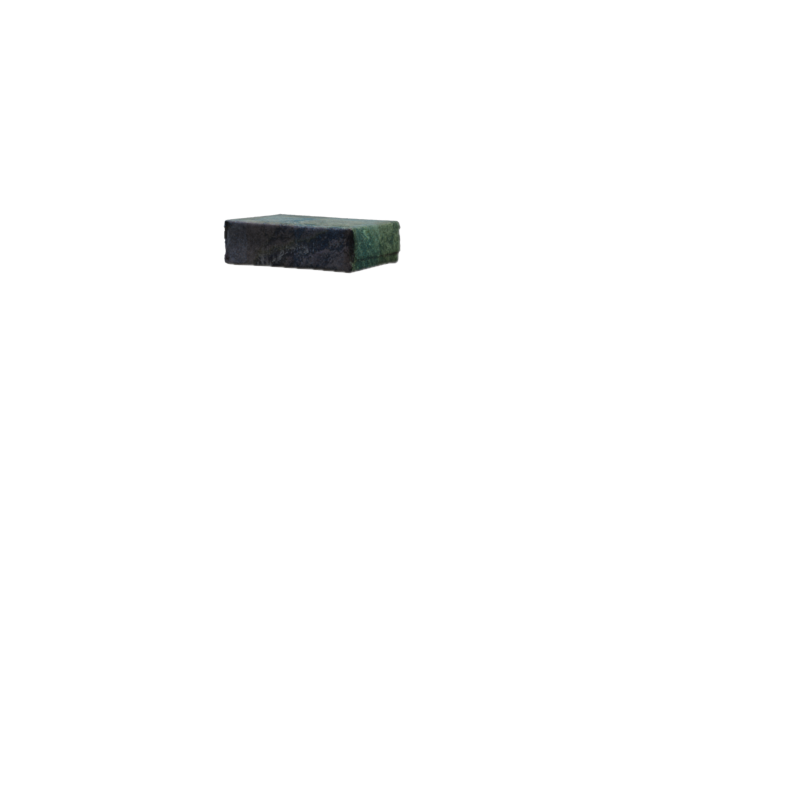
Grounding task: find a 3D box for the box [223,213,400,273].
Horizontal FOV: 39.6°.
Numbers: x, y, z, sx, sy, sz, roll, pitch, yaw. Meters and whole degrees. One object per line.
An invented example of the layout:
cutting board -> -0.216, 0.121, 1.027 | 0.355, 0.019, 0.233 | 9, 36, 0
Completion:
box -> -0.068, -0.124, 0.868 | 0.117, 0.038, 0.088 | 5, 12, 25
